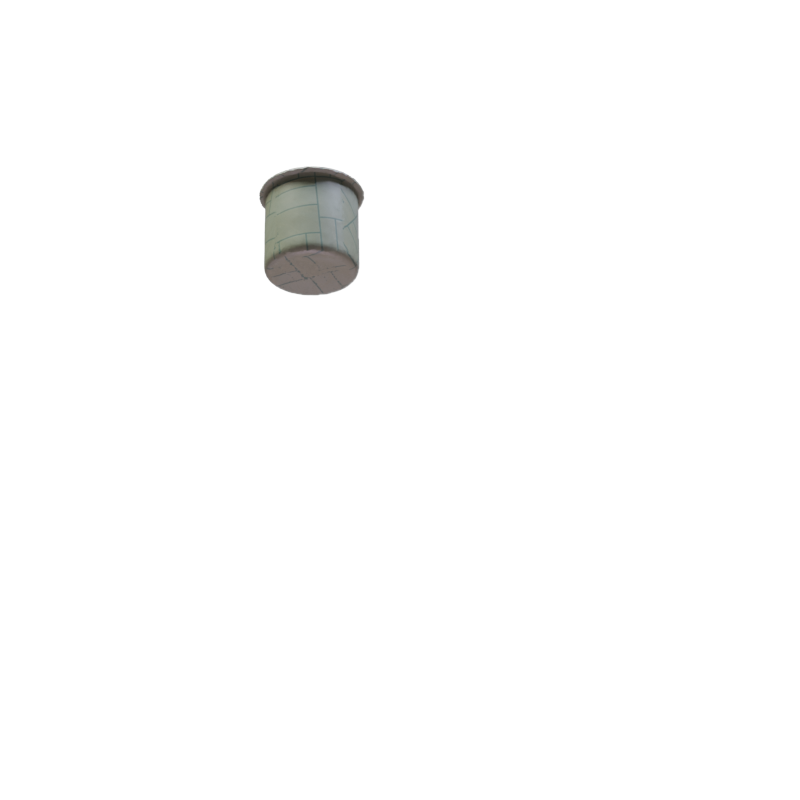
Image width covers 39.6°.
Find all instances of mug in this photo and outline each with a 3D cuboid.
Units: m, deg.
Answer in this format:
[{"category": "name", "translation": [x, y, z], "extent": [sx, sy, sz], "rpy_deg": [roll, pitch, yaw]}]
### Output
[{"category": "mug", "translation": [-0.076, -0.139, 0.975], "extent": [0.094, 0.087, 0.110], "rpy_deg": [-3, -27, 3]}]
